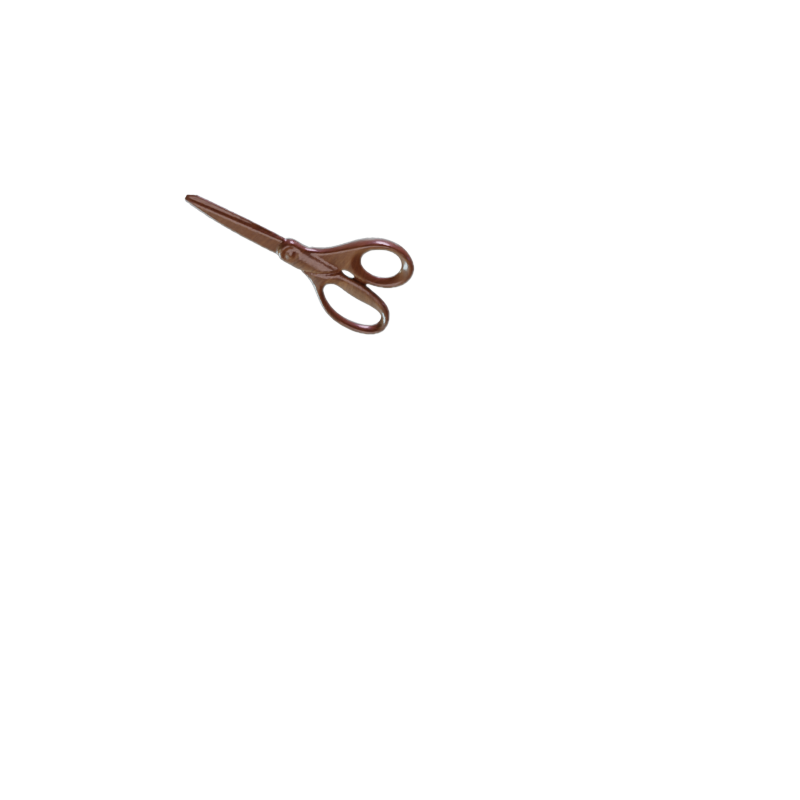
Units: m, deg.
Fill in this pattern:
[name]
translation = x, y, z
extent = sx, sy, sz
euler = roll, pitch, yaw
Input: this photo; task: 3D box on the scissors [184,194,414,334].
[scissors]
translation = -0.071, -0.130, 0.910
extent = 0.095, 0.192, 0.017
euler = -40, 21, 20
